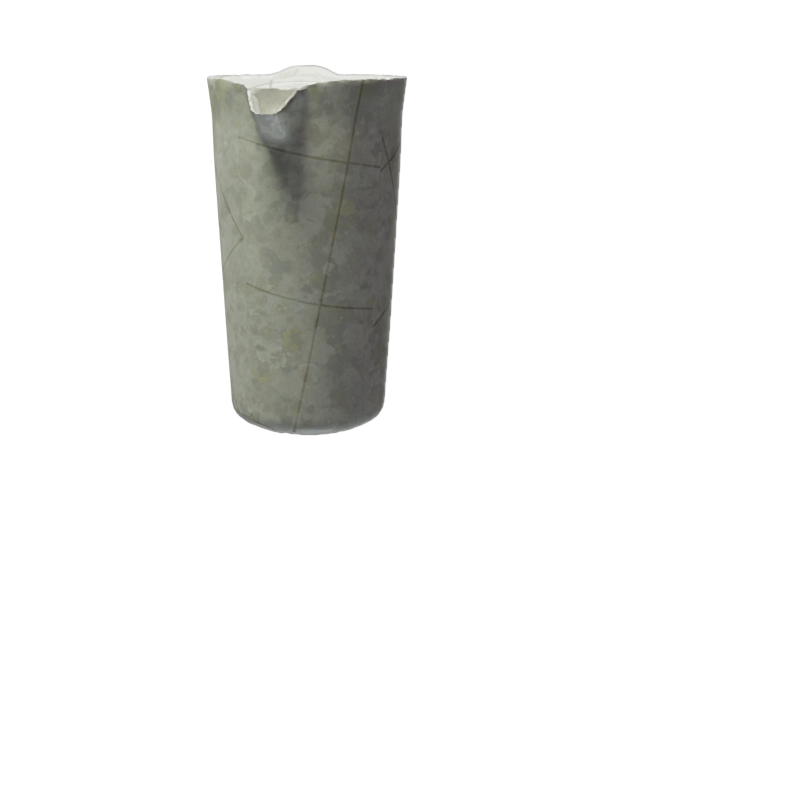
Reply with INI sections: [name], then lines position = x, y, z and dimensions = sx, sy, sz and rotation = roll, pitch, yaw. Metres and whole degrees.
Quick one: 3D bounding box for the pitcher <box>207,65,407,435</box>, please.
[pitcher]
position = -0.060, -0.110, 0.771
dimensions = 0.145, 0.236, 0.153
rotation = -7, 15, -30
